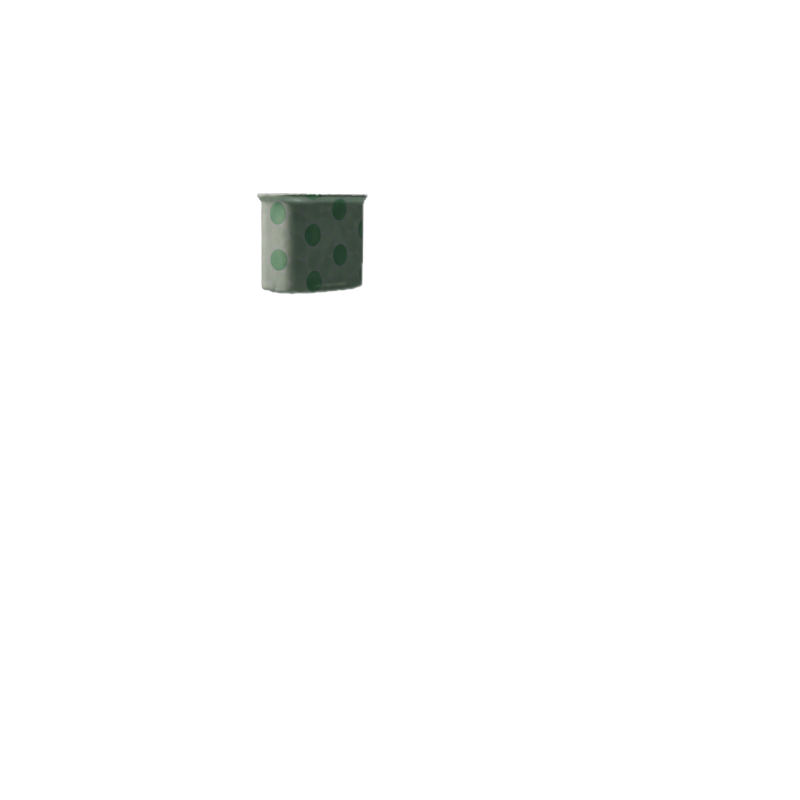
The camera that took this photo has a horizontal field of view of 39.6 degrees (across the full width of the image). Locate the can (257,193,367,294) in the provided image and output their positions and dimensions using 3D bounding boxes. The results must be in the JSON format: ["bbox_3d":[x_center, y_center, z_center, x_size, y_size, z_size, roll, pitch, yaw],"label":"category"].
[{"bbox_3d":[-0.075,-0.137,0.962,0.060,0.083,0.099,4,8,40],"label":"can"}]
